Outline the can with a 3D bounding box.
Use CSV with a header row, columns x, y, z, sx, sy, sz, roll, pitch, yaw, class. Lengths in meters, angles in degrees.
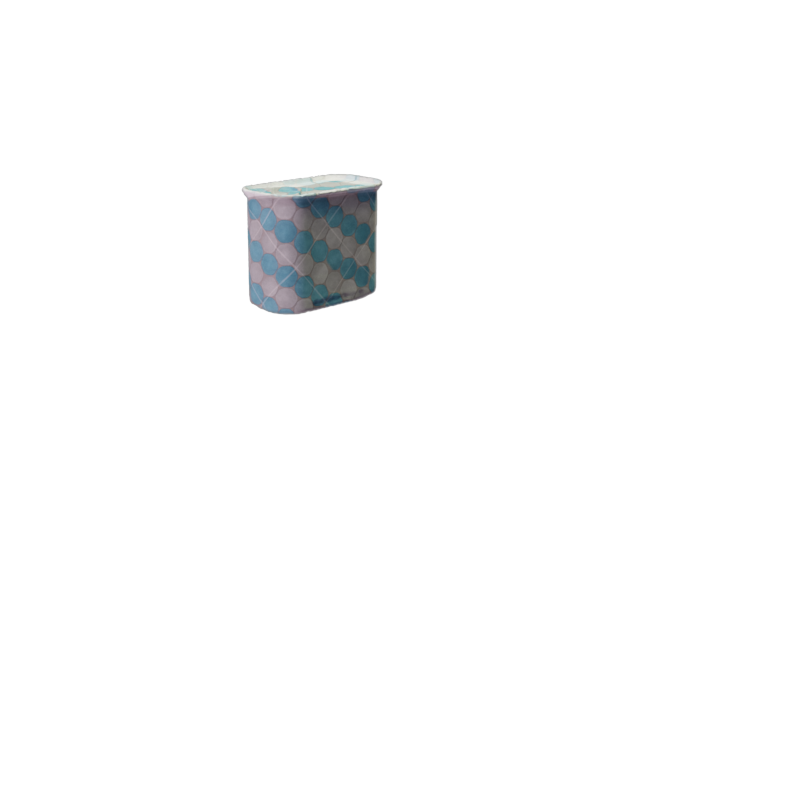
x,y,z,sx,sy,sz,roll,pitch,yaw,class
-0.062,-0.112,0.787,0.100,0.081,0.061,-15,22,-42,can
